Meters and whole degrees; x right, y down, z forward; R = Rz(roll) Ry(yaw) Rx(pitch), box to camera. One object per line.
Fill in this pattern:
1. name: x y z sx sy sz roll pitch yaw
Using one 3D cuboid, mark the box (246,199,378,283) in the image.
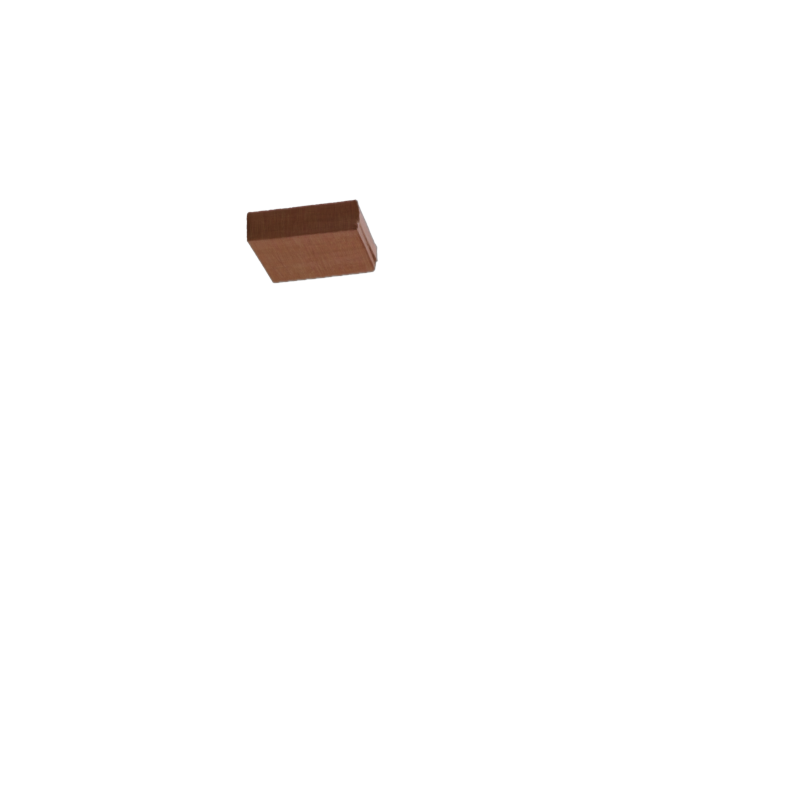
1. box: -0.068 -0.124 0.869 0.090 0.032 0.068 -5 -23 12
